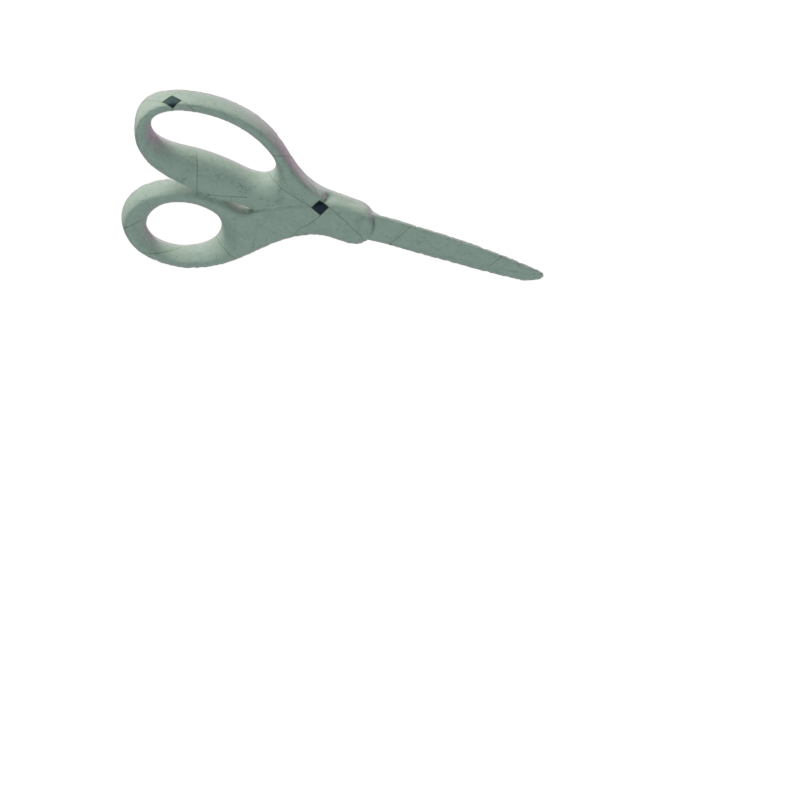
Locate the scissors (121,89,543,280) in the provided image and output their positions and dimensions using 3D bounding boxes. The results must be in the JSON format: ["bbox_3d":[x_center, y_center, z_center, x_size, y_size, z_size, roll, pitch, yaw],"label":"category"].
[{"bbox_3d":[-0.040,-0.073,0.511,0.192,0.017,0.094,29,-55,-22],"label":"scissors"}]
